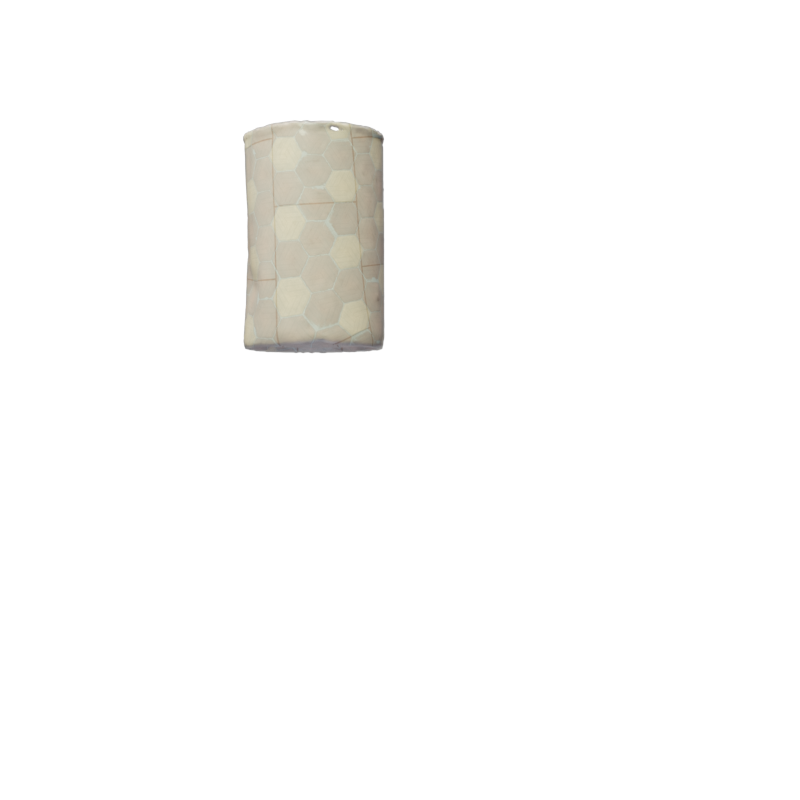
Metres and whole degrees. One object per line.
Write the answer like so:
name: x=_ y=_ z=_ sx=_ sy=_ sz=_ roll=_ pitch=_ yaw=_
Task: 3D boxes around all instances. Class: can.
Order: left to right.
can: x=-0.041 y=-0.075 z=0.527 sx=0.068 sy=0.104 sz=0.067 roll=0 pitch=-6 yaw=-2
